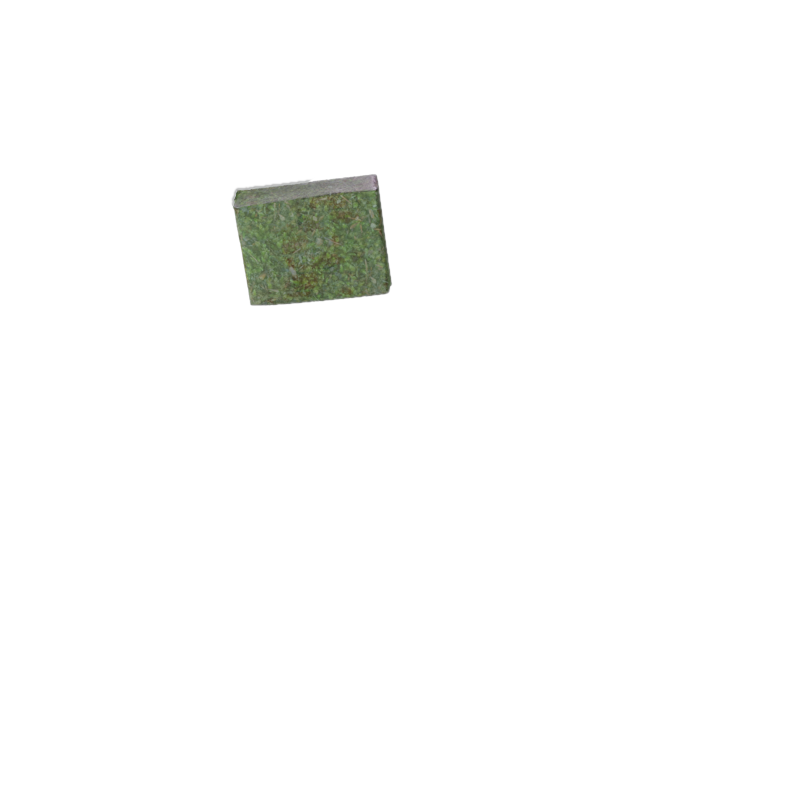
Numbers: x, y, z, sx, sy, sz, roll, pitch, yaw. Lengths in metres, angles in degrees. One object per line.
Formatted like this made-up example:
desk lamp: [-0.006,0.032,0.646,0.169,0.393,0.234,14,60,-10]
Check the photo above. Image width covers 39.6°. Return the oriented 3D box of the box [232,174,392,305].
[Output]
box: [-0.067,-0.123,0.860,0.114,0.085,0.041,-6,26,2]
